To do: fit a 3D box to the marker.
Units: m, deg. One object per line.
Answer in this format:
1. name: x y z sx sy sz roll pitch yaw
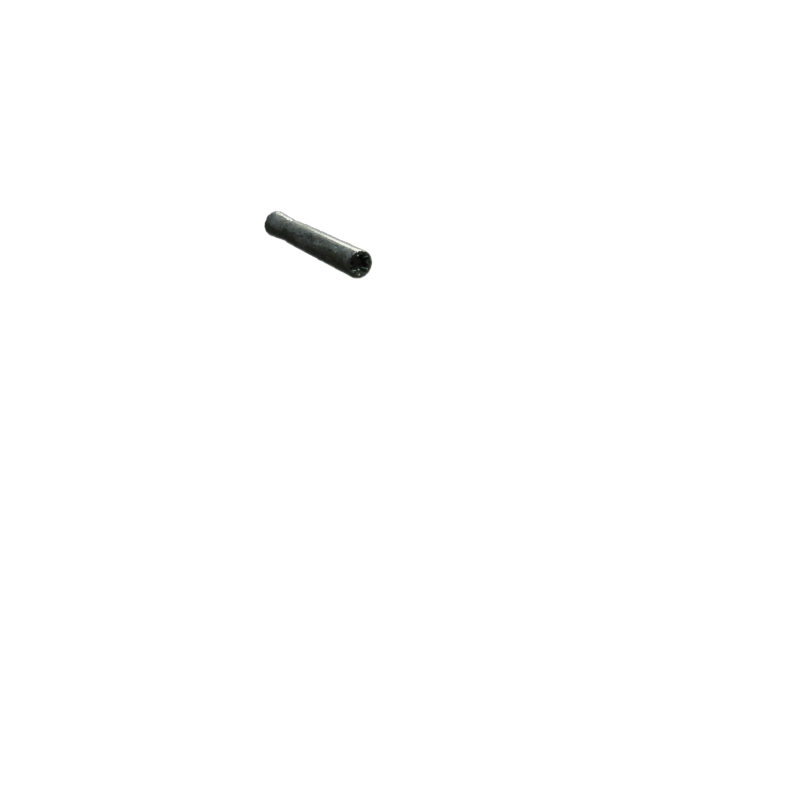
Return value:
1. marker: -0.058 -0.106 0.745 0.019 0.019 0.129 -3 21 -32
